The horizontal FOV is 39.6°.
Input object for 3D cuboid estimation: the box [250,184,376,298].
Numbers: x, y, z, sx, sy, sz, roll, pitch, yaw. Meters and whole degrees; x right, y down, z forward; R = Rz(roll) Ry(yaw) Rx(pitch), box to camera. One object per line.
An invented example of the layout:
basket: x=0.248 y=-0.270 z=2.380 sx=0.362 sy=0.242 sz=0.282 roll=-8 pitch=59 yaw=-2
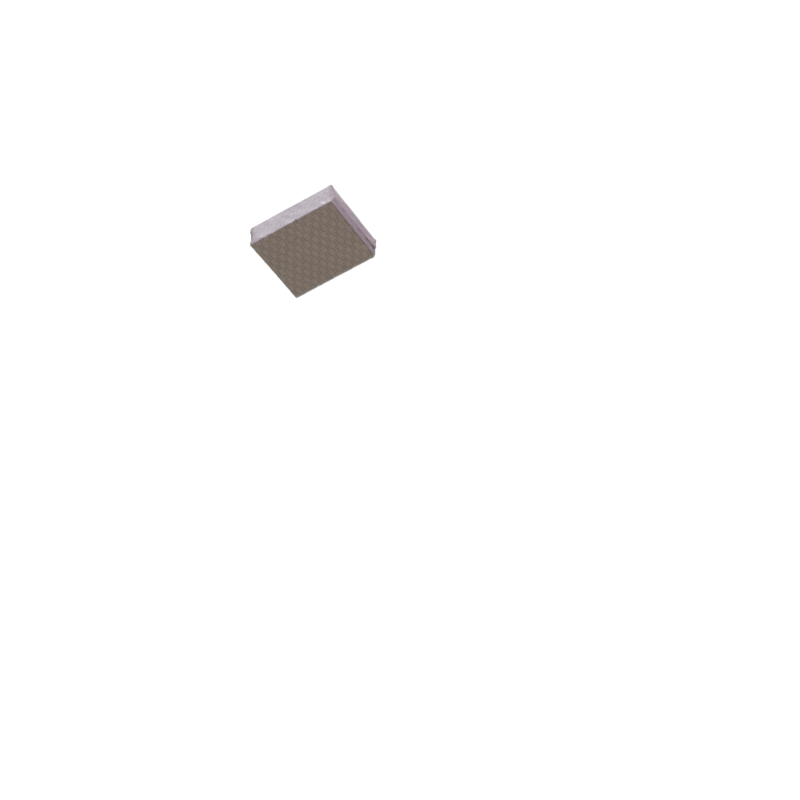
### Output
box: x=-0.077 y=-0.141 z=0.985 sx=0.089 sy=0.068 sz=0.032 roll=-27 pitch=35 yaw=20
